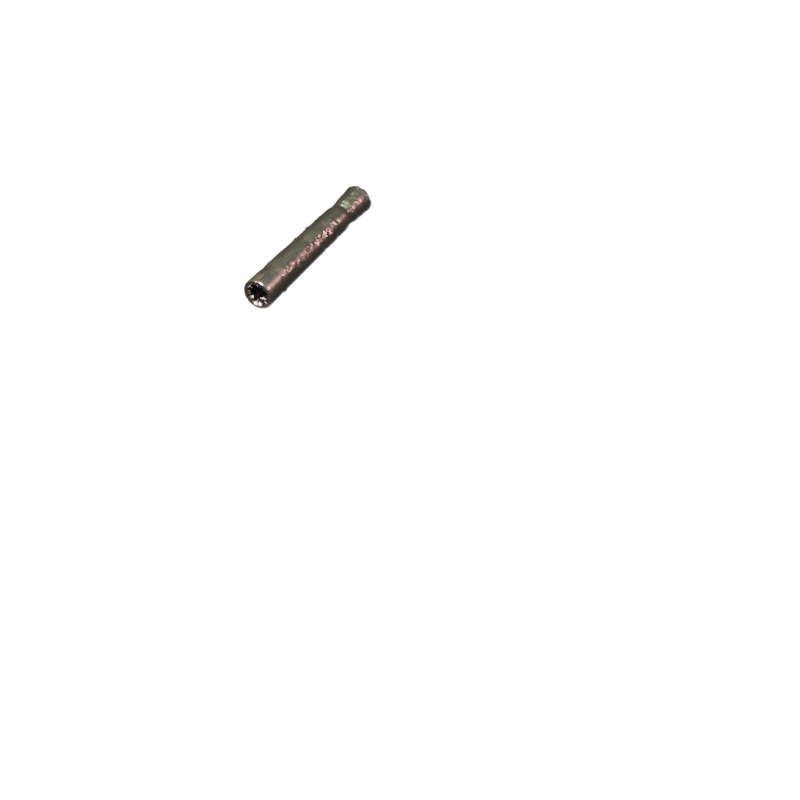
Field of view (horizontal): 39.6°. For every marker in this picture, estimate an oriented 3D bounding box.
[{"bbox_3d":[-0.052,-0.094,0.661,0.020,0.018,0.124,2,36,33],"label":"marker"}]
